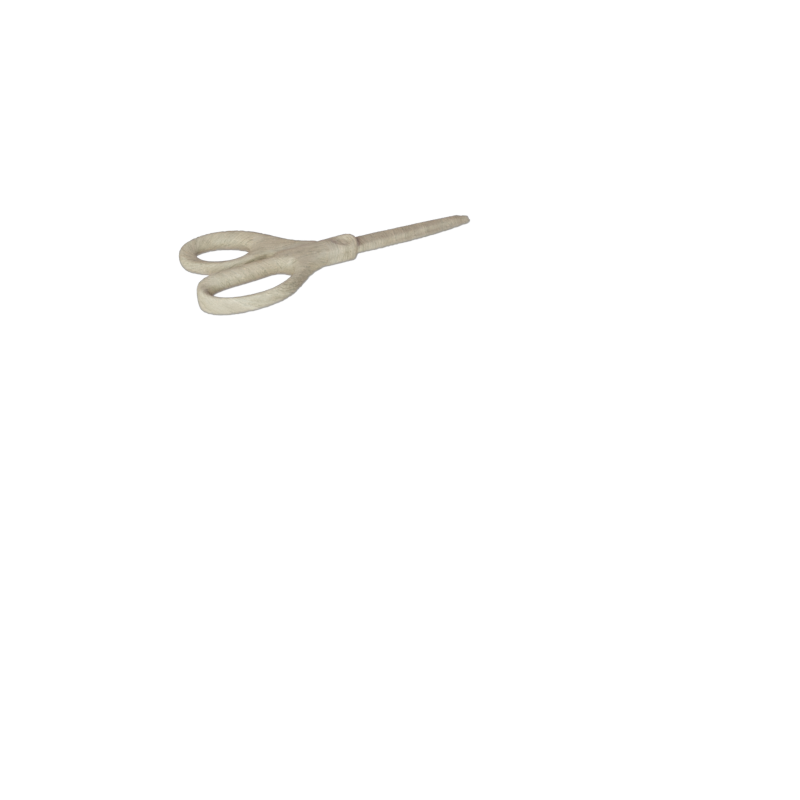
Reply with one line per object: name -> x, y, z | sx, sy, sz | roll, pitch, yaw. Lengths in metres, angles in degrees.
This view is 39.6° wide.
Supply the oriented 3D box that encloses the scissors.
scissors -> -0.057, -0.103, 0.722 | 0.201, 0.015, 0.103 | -29, 43, -36
